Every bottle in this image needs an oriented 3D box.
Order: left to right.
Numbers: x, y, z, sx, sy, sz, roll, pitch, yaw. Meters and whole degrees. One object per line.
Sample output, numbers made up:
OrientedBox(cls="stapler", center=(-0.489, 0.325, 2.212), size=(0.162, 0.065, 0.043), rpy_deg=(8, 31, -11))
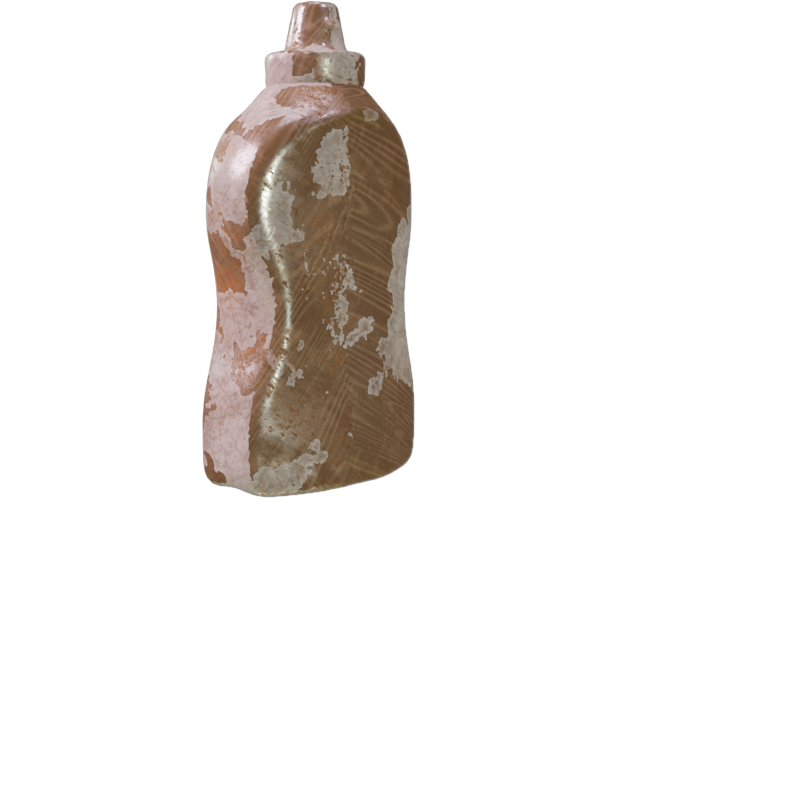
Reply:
OrientedBox(cls="bottle", center=(-0.035, -0.064, 0.451), size=(0.093, 0.191, 0.061), rpy_deg=(-3, 3, -45))
